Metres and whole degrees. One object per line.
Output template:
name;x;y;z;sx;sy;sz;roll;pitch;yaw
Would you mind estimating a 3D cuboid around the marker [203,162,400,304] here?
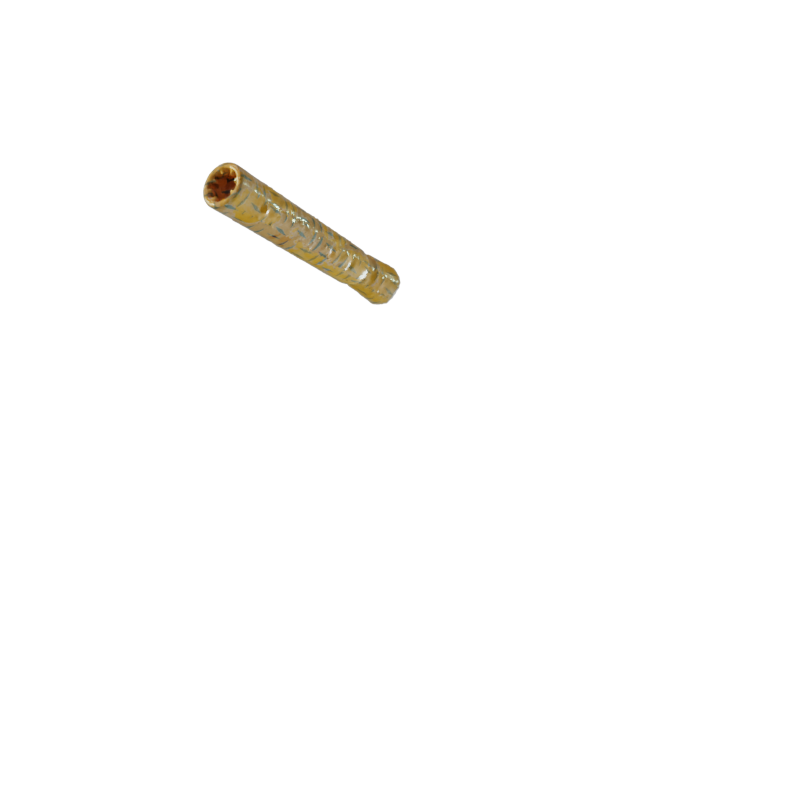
marker;-0.036;-0.065;0.458;0.020;0.020;0.113;3;-14;35
